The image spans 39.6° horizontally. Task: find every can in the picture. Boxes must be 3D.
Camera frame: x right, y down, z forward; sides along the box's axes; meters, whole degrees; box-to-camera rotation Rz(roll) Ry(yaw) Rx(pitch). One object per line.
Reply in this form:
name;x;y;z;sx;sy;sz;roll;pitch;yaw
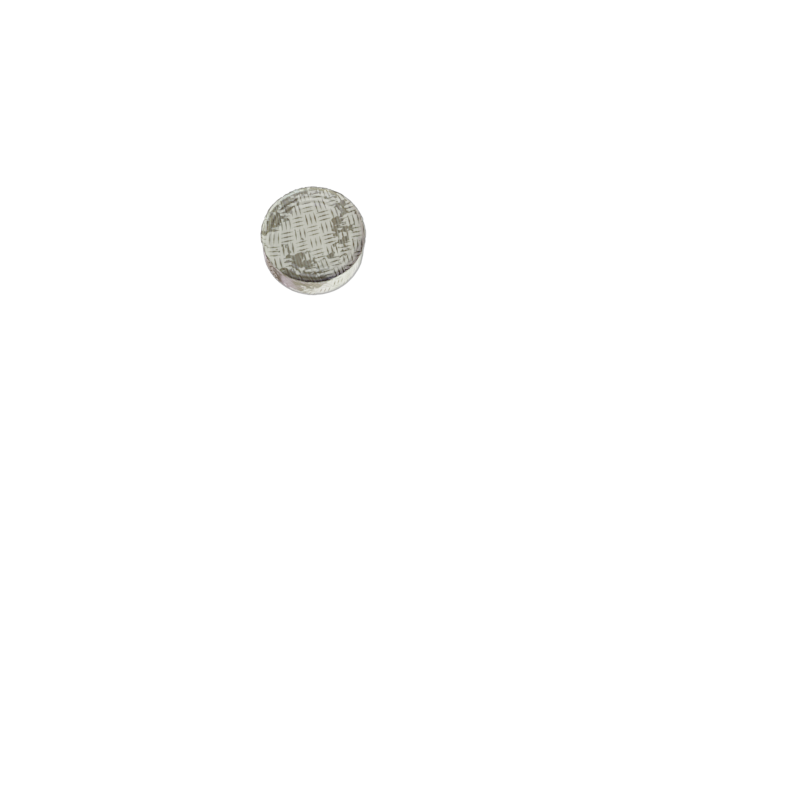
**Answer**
can;-0.072;-0.131;0.915;0.086;0.090;0.032;-1;-21;-1
